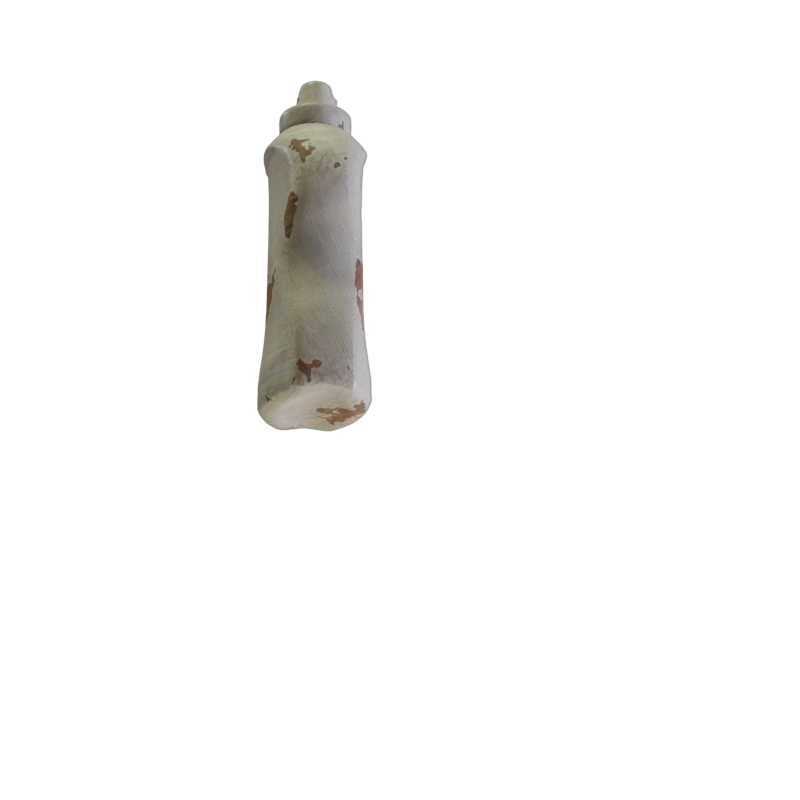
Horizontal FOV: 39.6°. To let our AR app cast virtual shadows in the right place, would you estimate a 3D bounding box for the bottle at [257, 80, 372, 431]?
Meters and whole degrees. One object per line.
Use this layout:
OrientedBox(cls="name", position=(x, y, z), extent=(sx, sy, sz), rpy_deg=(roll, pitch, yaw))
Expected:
OrientedBox(cls="bottle", position=(-0.047, -0.086, 0.601), extent=(0.058, 0.201, 0.092), rpy_deg=(1, -20, -8))
